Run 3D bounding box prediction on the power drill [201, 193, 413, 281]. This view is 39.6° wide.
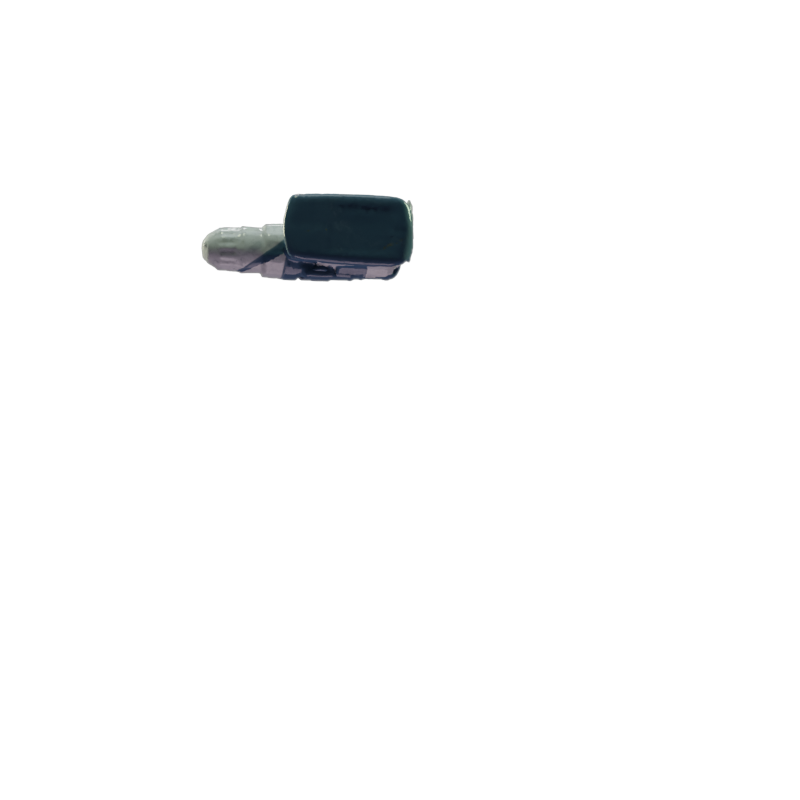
[{"bbox_3d":[-0.075,-0.136,0.953,0.182,0.058,0.189,0,1,-11],"label":"power drill"}]
